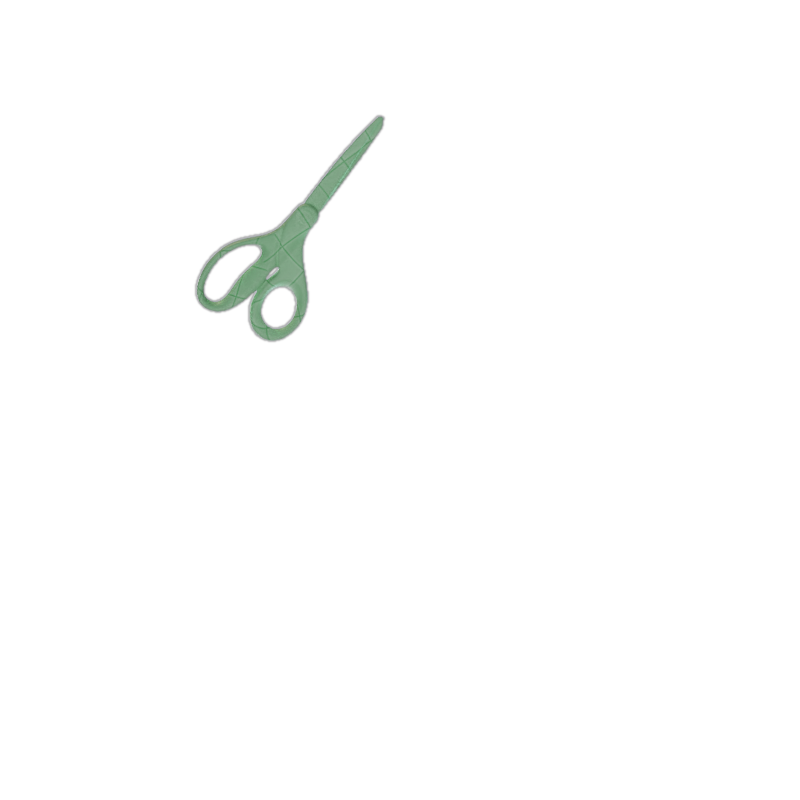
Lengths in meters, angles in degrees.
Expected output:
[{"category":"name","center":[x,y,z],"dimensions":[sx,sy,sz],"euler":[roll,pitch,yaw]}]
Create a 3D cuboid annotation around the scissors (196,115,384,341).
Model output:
[{"category":"scissors","center":[-0.068,-0.123,0.865],"dimensions":[0.201,0.094,0.016],"euler":[-36,10,7]}]
